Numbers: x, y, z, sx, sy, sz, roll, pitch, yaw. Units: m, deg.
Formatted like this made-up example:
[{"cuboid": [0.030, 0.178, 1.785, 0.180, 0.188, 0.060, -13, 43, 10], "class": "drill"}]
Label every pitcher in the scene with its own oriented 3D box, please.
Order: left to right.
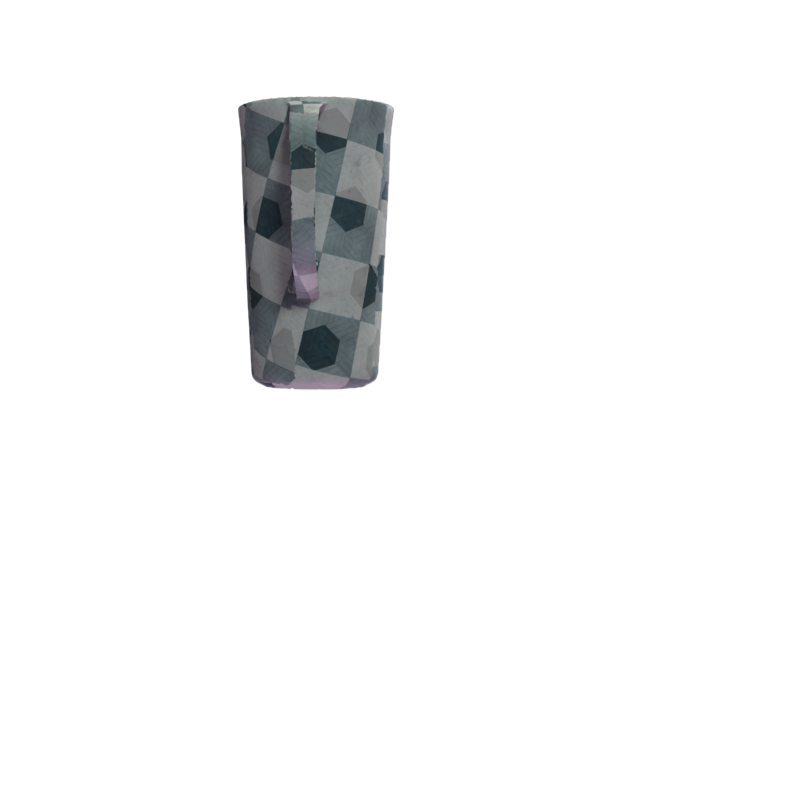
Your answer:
[{"cuboid": [-0.073, -0.133, 0.934, 0.143, 0.244, 0.150, 1, -1, -43], "class": "pitcher"}]
